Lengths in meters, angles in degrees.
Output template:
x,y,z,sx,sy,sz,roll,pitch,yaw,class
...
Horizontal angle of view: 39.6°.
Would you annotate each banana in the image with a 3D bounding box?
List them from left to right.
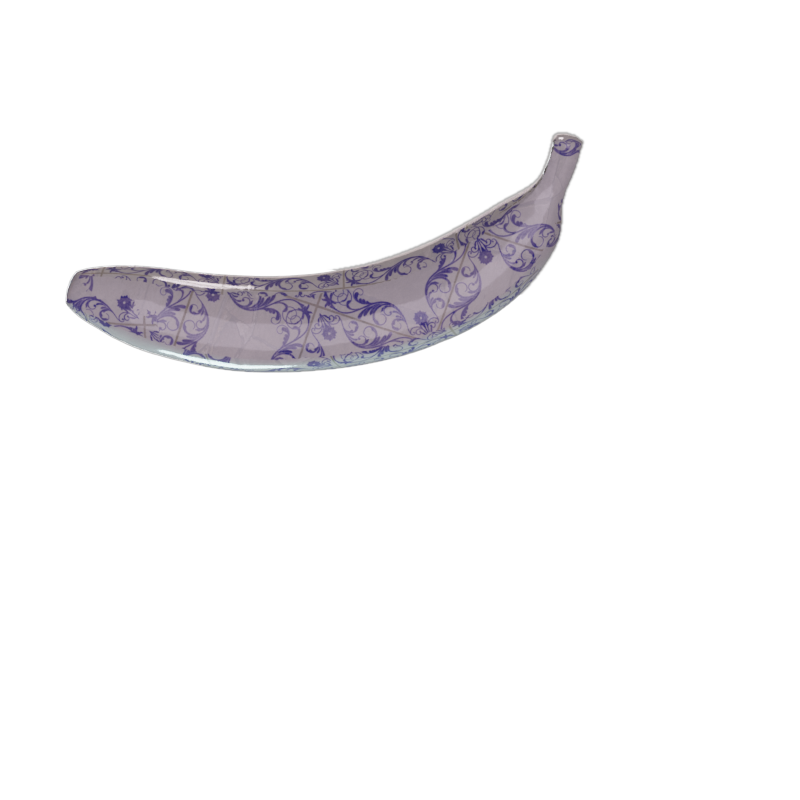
x,y,z,sx,sy,sz,roll,pitch,yaw,class
-0.024,-0.044,0.419,0.198,0.067,0.038,-16,17,4,banana
